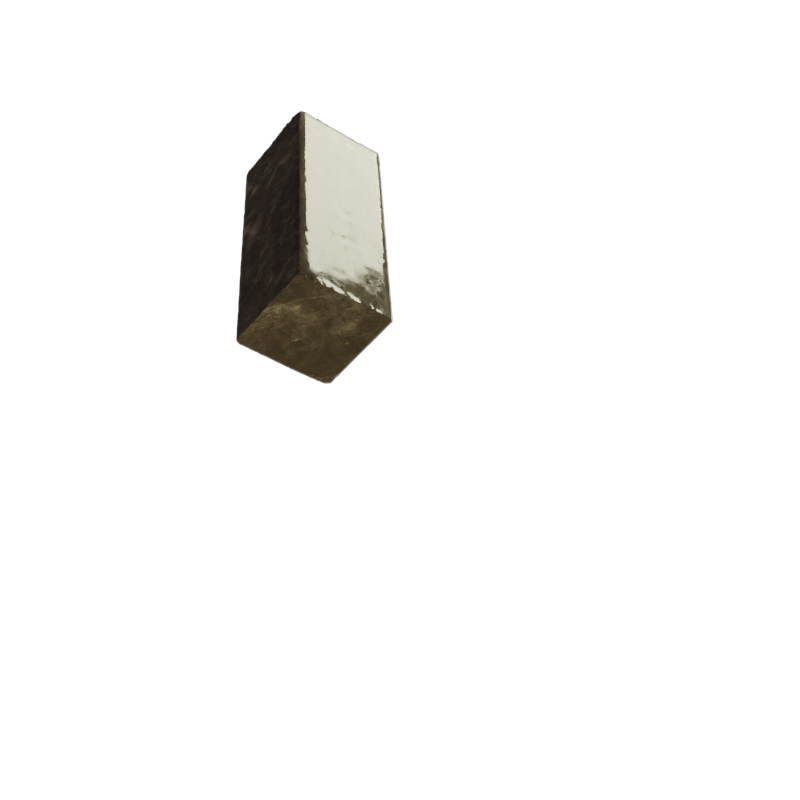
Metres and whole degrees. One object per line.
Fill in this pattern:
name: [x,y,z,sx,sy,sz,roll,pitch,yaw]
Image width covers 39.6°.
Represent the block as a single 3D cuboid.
block: [-0.072,-0.131,0.913,0.086,0.221,0.089,25,-51,-27]
